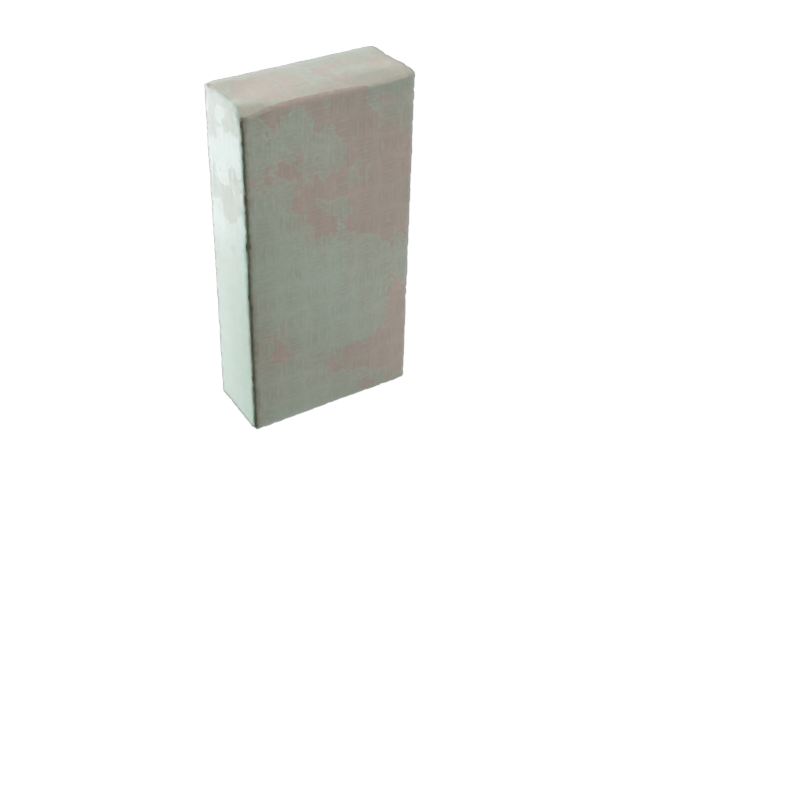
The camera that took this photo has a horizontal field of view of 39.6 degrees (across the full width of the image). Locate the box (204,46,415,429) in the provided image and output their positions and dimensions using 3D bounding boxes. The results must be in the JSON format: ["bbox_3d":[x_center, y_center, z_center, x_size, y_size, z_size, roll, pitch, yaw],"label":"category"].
[{"bbox_3d":[-0.043,-0.078,0.546,0.092,0.165,0.052,-19,41,-27],"label":"box"}]
